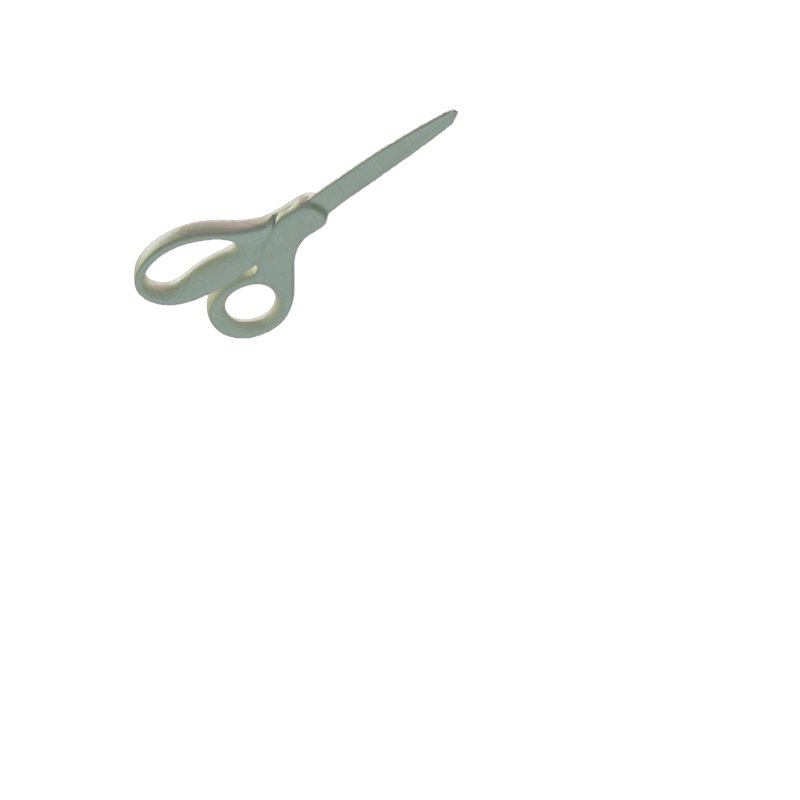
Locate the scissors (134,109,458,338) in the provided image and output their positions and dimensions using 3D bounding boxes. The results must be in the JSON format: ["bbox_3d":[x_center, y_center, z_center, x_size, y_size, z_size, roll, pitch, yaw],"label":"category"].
[{"bbox_3d":[-0.046,-0.083,0.583,0.203,0.017,0.089,-17,-43,20],"label":"scissors"}]
